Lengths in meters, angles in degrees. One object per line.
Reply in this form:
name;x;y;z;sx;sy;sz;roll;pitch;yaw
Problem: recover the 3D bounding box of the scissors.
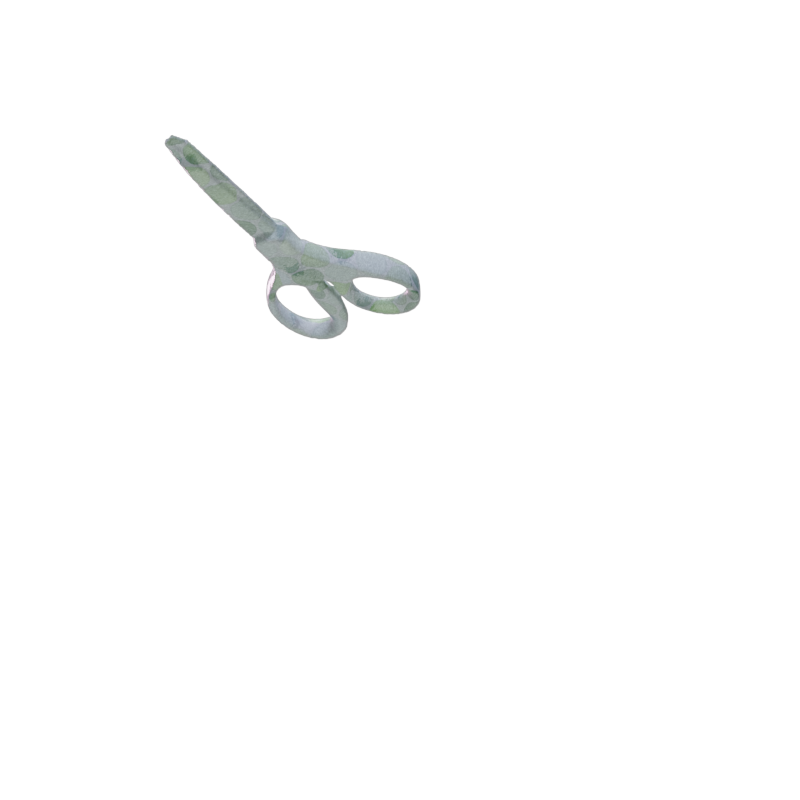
scissors;-0.045;-0.082;0.573;0.097;0.017;0.188;-4;-25;8
